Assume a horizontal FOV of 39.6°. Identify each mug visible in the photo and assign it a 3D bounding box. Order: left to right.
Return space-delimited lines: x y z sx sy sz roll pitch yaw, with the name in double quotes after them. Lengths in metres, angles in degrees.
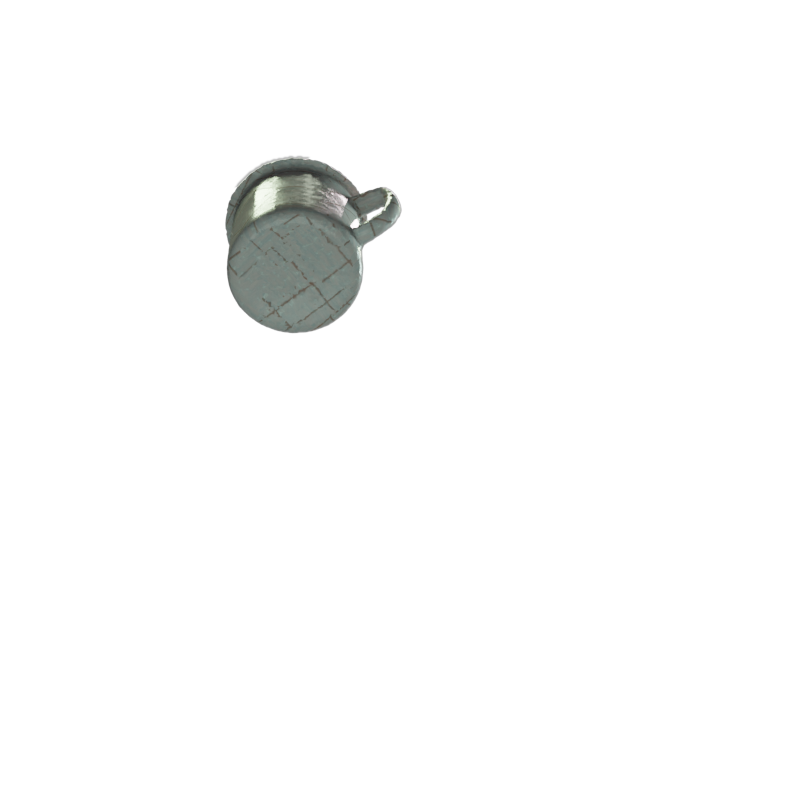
-0.054 -0.098 0.686 0.117 0.088 0.086 -20 26 8 "mug"
